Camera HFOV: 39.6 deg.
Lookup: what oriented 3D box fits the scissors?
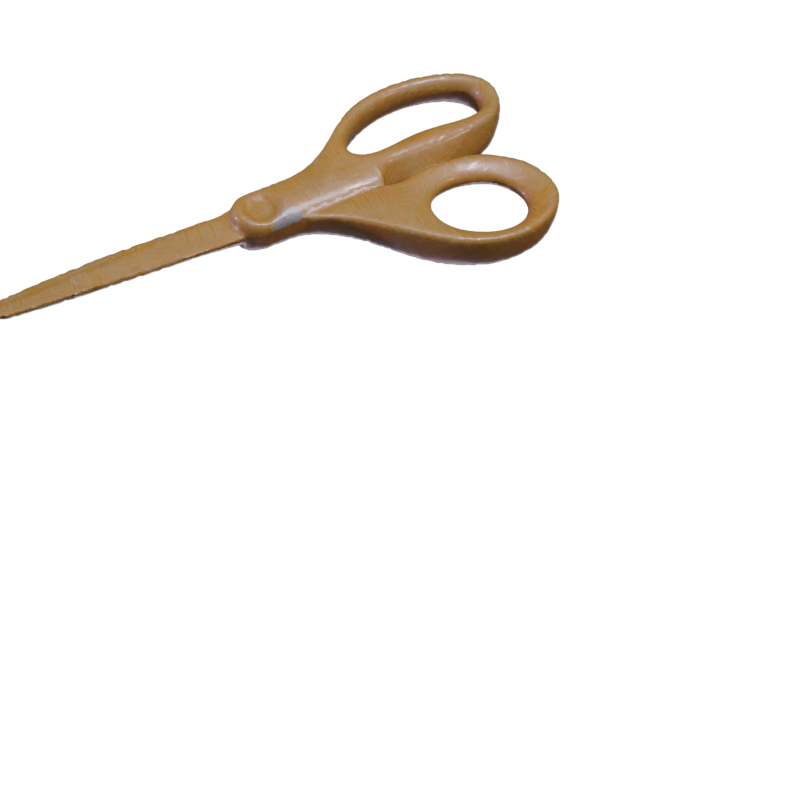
[{"bbox_3d":[-0.029,-0.053,0.374,0.203,0.015,0.102,-37,60,-26],"label":"scissors"}]
